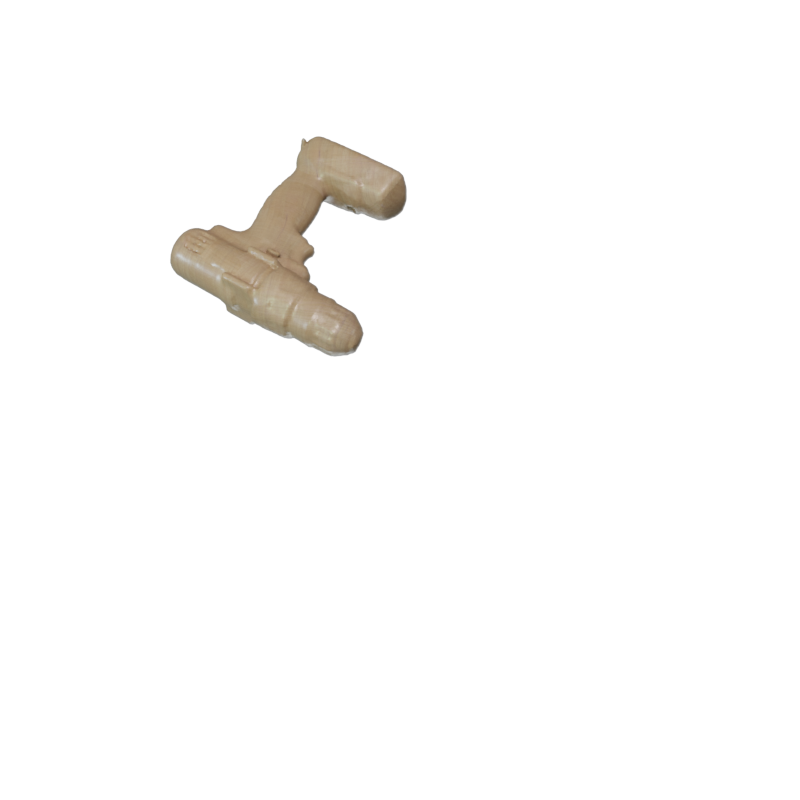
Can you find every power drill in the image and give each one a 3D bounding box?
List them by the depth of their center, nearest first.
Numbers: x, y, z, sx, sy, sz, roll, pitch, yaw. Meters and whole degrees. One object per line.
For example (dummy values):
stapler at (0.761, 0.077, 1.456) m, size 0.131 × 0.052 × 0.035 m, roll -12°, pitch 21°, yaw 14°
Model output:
power drill at (-0.074, -0.135, 0.944) m, size 0.193 × 0.192 × 0.053 m, roll 28°, pitch -34°, yaw 20°
